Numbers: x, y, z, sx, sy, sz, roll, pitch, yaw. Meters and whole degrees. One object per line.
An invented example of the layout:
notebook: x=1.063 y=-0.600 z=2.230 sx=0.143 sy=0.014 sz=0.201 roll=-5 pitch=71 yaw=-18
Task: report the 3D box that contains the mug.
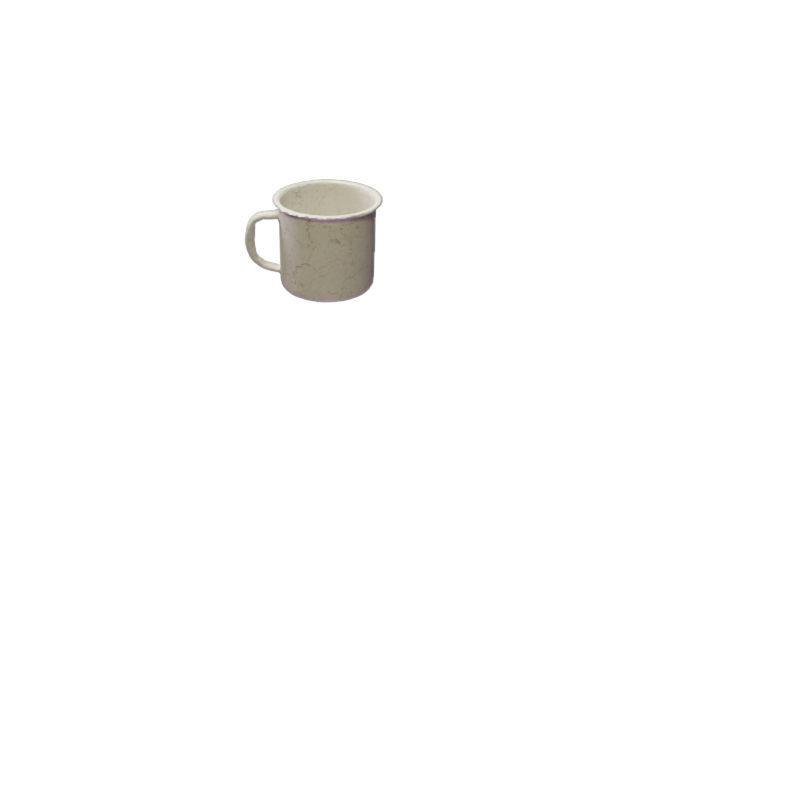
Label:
mug: x=-0.074 y=-0.135 z=0.949 sx=0.117 sy=0.077 sz=0.099 roll=-1 pitch=27 yaw=-4
